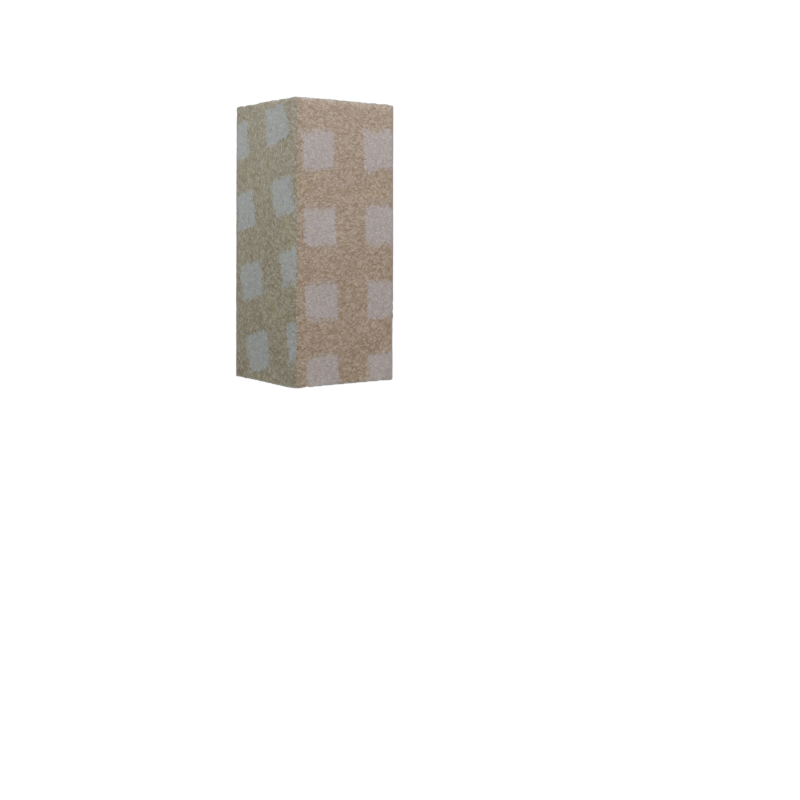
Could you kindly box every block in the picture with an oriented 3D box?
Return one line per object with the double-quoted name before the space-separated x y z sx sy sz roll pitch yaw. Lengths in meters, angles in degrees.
"block" -0.066 -0.120 0.841 0.087 0.206 0.094 -1 2 -36
